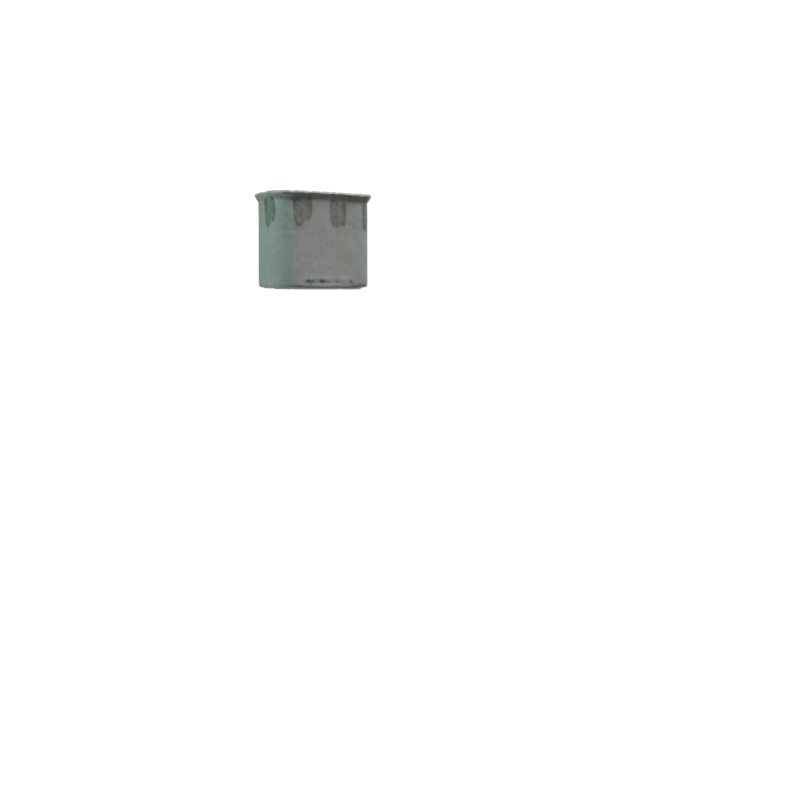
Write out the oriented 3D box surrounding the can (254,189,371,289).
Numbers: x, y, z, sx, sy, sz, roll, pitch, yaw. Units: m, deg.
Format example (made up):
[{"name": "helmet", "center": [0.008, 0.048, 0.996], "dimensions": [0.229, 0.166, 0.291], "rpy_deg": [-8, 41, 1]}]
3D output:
[{"name": "can", "center": [-0.077, -0.139, 0.976], "dimensions": [0.098, 0.084, 0.059], "rpy_deg": [-1, 0, -32]}]
